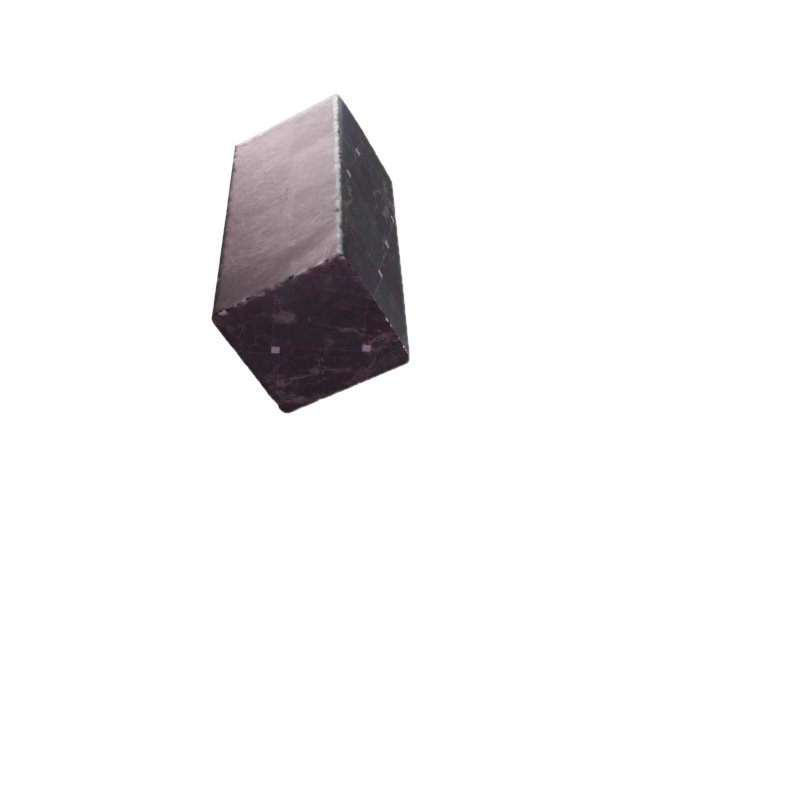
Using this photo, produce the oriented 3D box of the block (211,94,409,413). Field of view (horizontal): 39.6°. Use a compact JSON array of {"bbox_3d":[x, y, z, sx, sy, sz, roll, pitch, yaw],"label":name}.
[{"bbox_3d":[-0.057,-0.104,0.733,0.091,0.084,0.221,-24,36,15],"label":"block"}]
